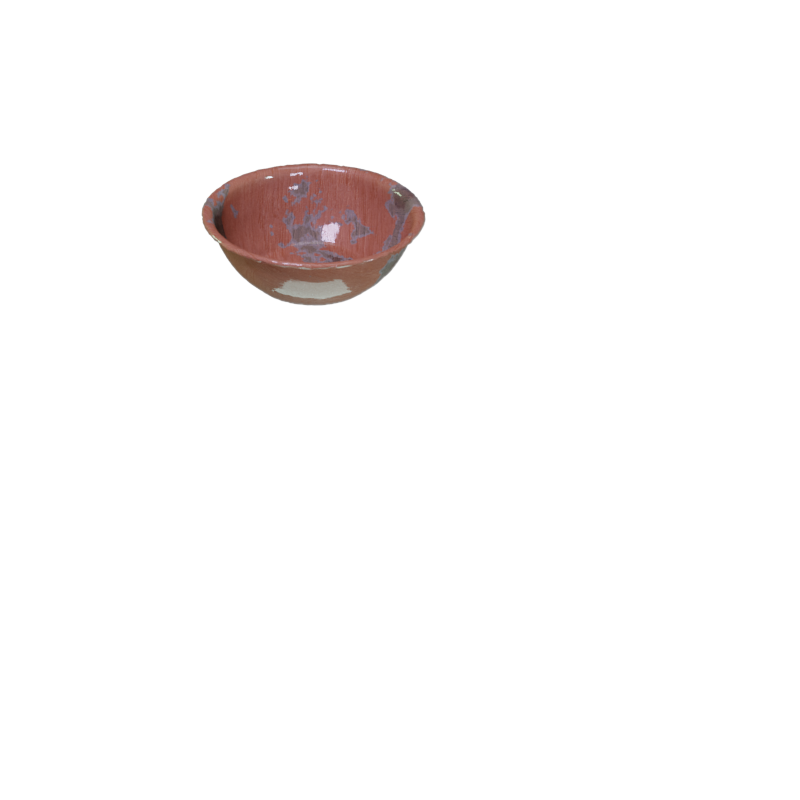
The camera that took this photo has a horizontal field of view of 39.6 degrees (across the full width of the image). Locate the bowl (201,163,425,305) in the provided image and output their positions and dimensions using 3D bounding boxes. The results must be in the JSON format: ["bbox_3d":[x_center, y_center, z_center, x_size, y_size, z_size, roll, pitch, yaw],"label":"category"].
[{"bbox_3d":[-0.064,-0.116,0.814,0.162,0.052,0.173,-1,34,-2],"label":"bowl"}]
